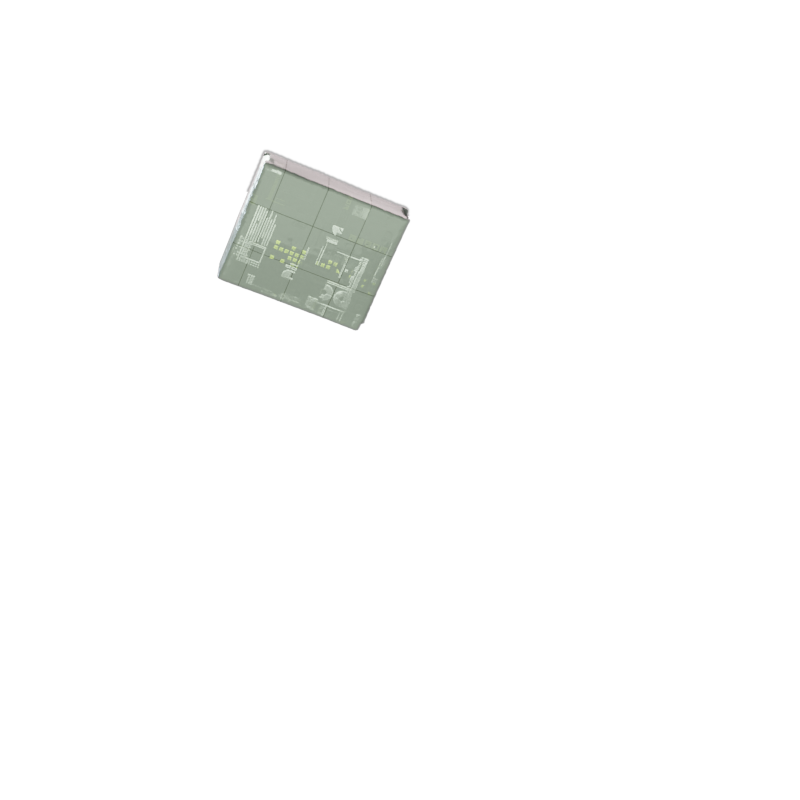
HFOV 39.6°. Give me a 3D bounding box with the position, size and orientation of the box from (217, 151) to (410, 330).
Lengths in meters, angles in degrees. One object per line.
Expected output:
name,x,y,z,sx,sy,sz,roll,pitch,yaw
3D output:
box,-0.049,-0.089,0.625,0.088,0.071,0.032,21,19,-8
